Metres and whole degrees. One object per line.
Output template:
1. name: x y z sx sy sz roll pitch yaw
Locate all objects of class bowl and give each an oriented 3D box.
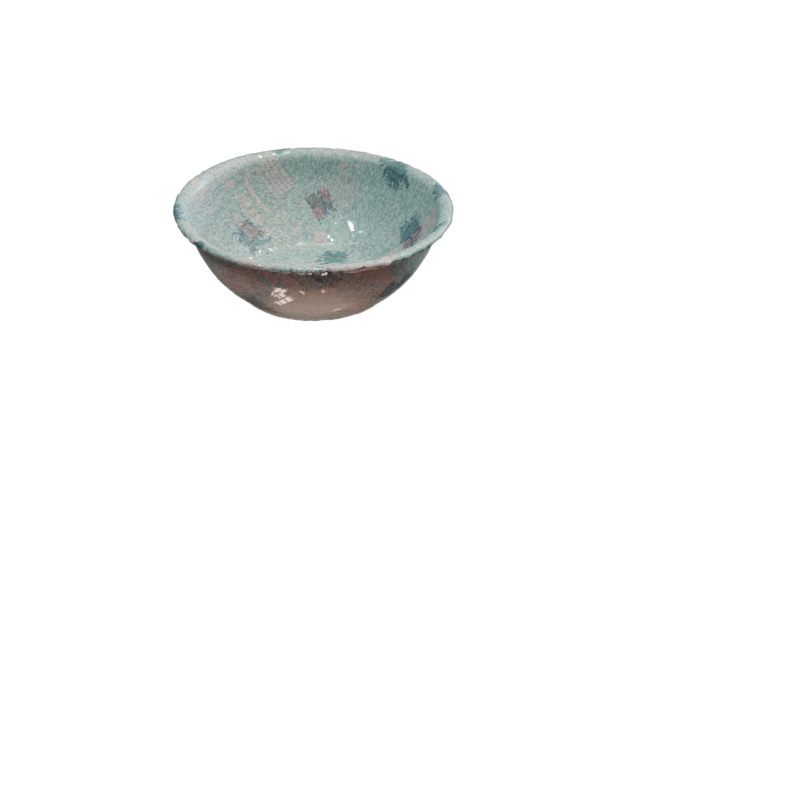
1. bowl: -0.051 -0.093 0.654 0.162 0.052 0.173 -1 34 -2
